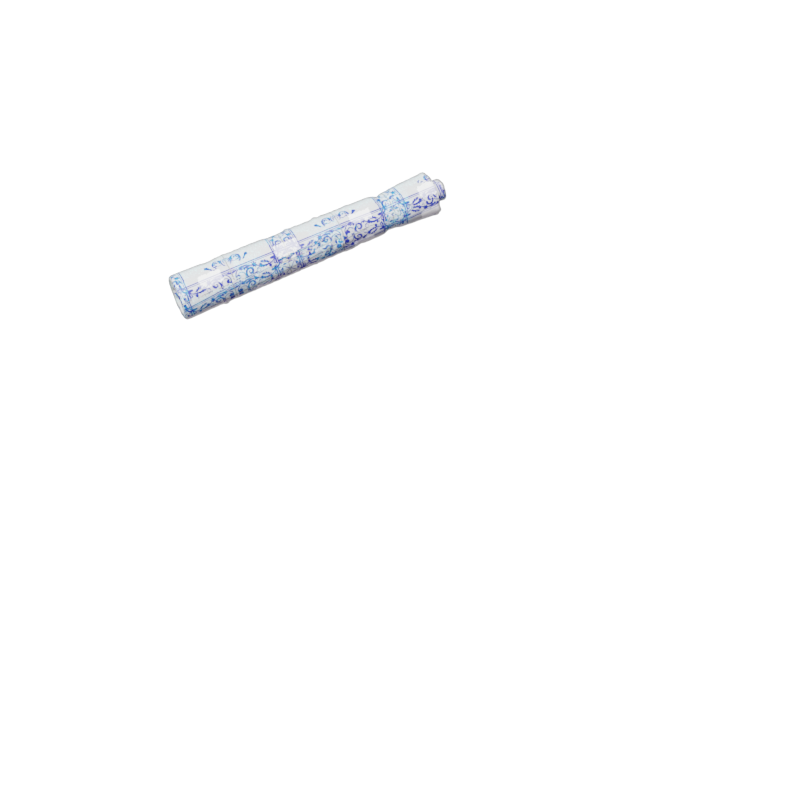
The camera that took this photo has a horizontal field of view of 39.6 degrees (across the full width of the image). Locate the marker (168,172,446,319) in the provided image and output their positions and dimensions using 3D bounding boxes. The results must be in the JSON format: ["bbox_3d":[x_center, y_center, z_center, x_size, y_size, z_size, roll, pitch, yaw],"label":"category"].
[{"bbox_3d":[-0.036,-0.065,0.454,0.120,0.019,0.020,-25,11,-13],"label":"marker"}]
